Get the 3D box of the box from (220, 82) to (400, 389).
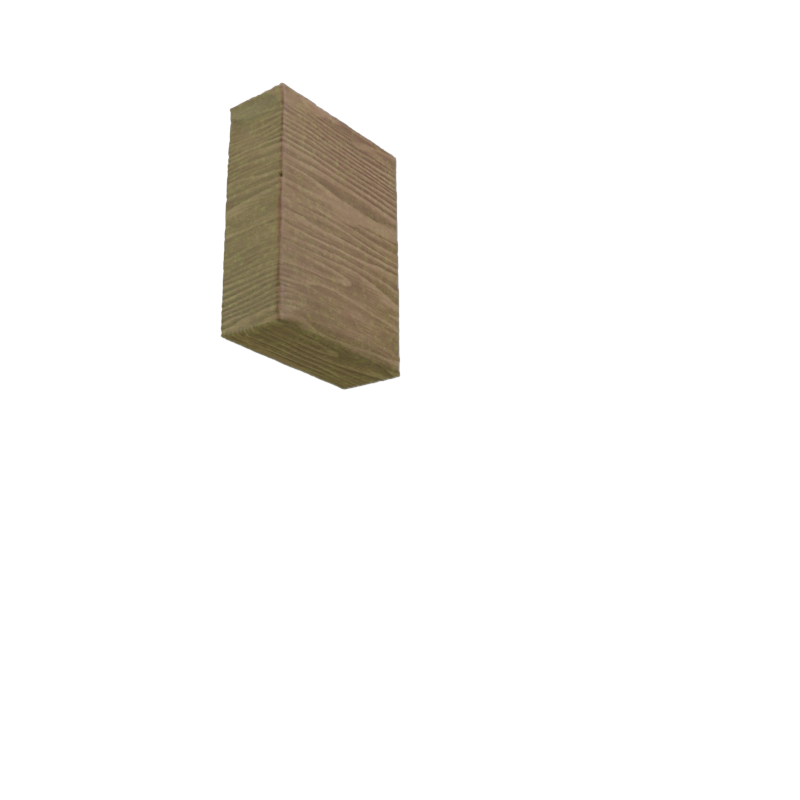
[{"bbox_3d":[-0.073,-0.134,0.938,0.073,0.226,0.153,-18,-28,33],"label":"box"}]
